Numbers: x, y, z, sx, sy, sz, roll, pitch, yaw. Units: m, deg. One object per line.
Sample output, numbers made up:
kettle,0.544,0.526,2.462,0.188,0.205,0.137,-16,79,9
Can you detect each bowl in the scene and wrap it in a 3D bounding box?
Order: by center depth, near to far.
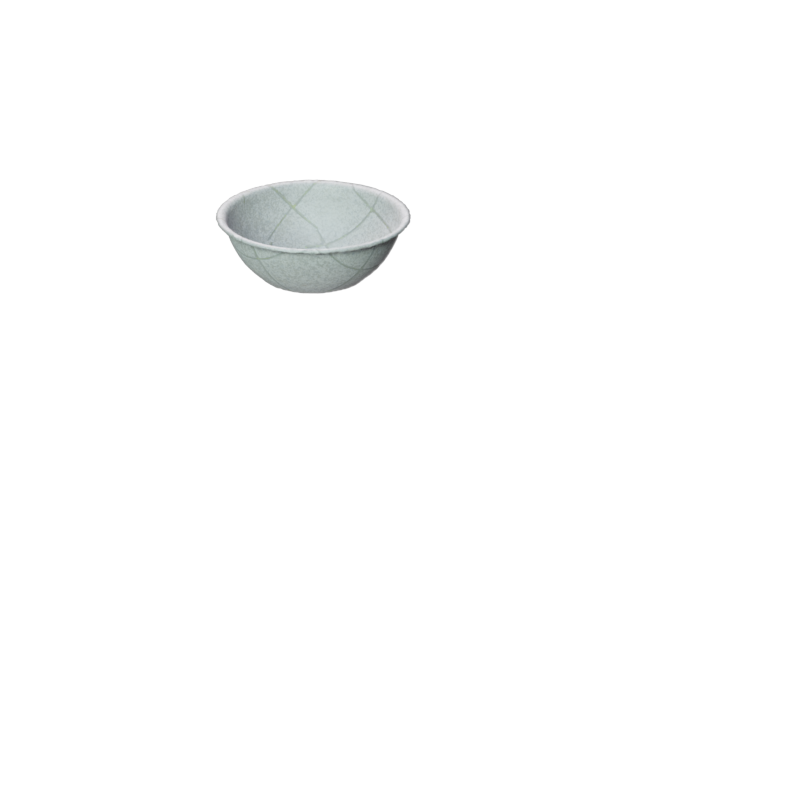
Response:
bowl,-0.073,-0.133,0.931,0.162,0.052,0.171,-1,29,-2
